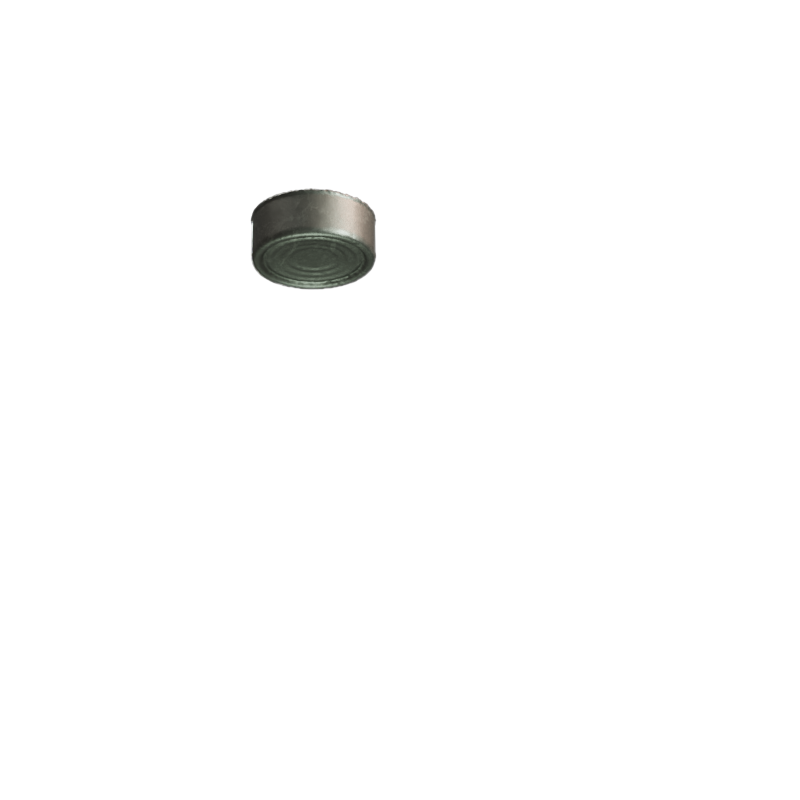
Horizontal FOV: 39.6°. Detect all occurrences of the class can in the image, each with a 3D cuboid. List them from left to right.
[{"bbox_3d":[-0.059,-0.107,0.753,0.086,0.035,0.081,1,-23,-2],"label":"can"}]
